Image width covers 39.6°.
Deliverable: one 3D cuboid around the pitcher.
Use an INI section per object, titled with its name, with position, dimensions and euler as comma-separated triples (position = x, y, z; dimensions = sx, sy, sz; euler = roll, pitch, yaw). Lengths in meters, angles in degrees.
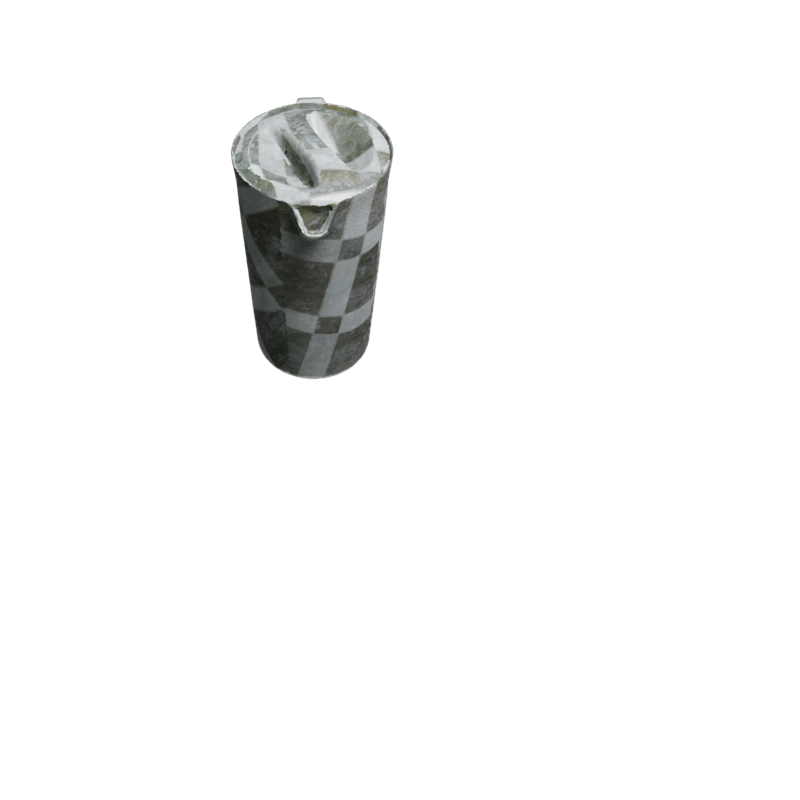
[pitcher]
position = -0.078, -0.142, 0.995
dimensions = 0.153, 0.226, 0.151
euler = 33, 54, 25
